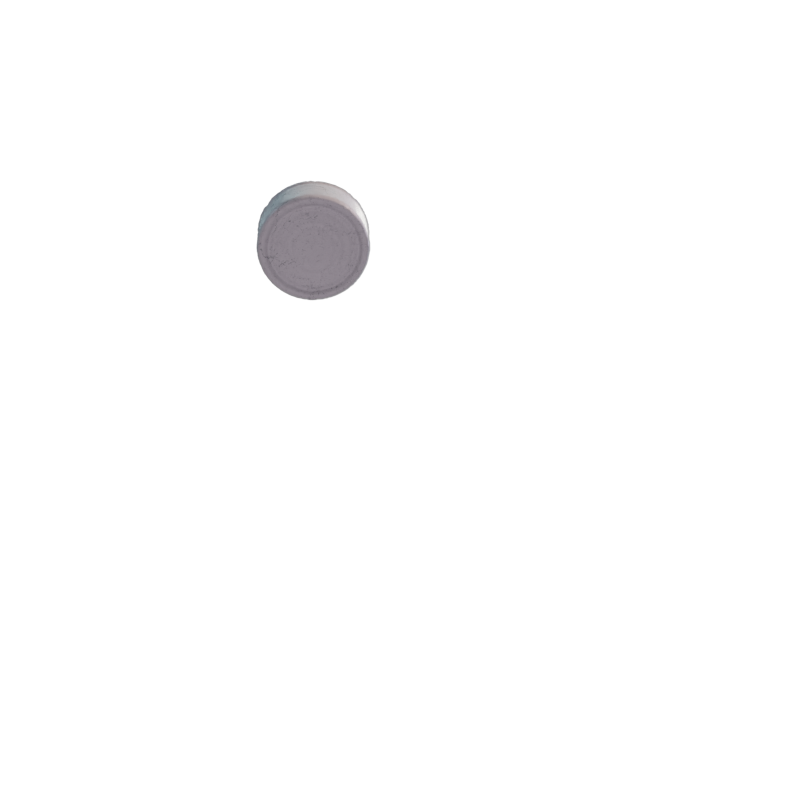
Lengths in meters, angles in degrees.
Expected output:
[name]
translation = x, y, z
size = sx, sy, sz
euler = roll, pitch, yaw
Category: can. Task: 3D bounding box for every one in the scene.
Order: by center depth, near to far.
[can]
translation = -0.065, -0.119, 0.835
size = 0.086, 0.082, 0.035
euler = 1, 24, -1
